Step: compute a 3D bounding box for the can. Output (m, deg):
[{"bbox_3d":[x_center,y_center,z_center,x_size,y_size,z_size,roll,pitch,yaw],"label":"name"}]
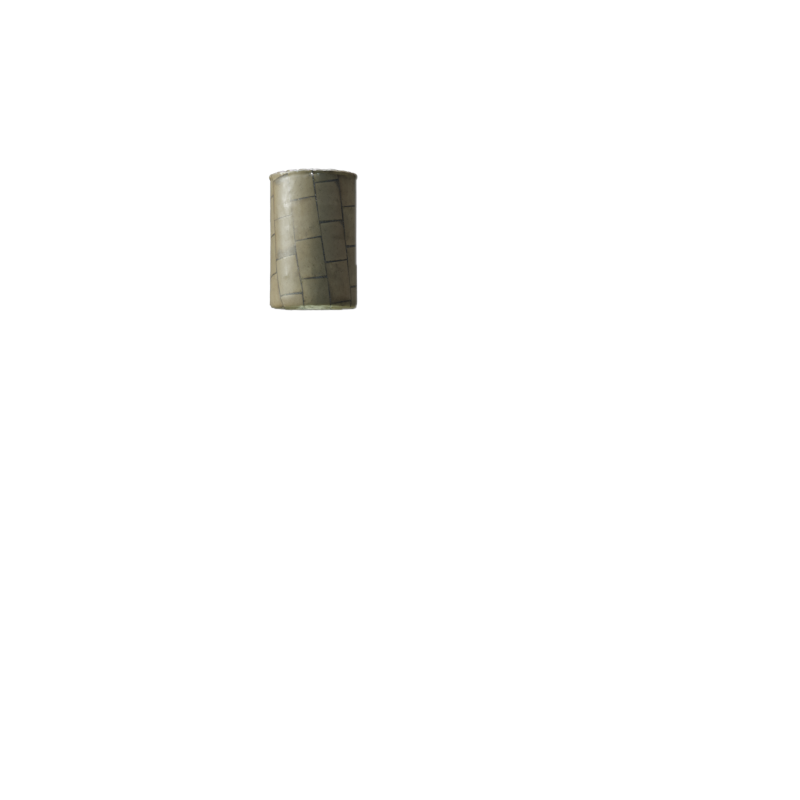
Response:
[{"bbox_3d":[-0.066,-0.120,0.844,0.068,0.103,0.068,0,-3,-2],"label":"can"}]
